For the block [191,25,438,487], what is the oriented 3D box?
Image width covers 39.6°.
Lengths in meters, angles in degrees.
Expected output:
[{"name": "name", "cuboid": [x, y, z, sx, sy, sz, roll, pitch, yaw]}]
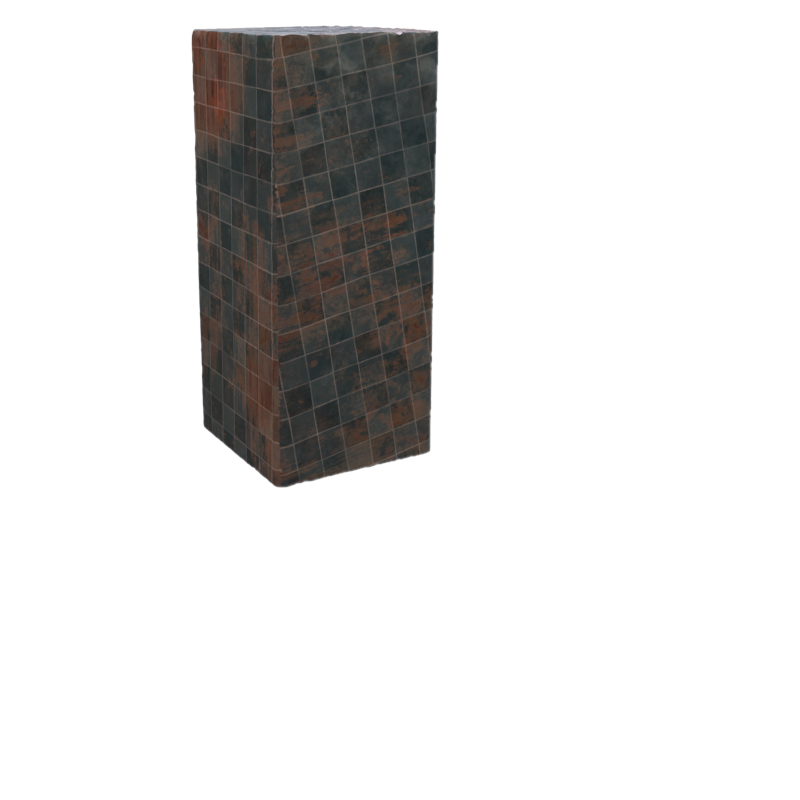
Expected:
[{"name": "block", "cuboid": [-0.043, -0.078, 0.545, 0.088, 0.199, 0.096, -8, 17, -31]}]
